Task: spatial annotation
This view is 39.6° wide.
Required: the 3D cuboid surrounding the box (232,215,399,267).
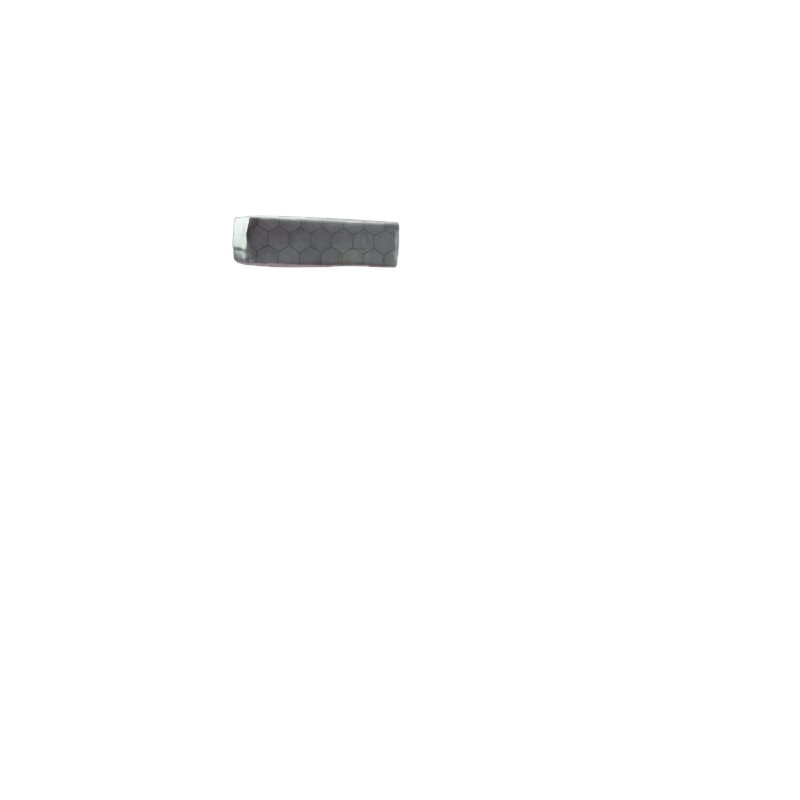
[{"bbox_3d":[-0.065,-0.119,0.833,0.112,0.039,0.092,-2,7,-13],"label":"box"}]
